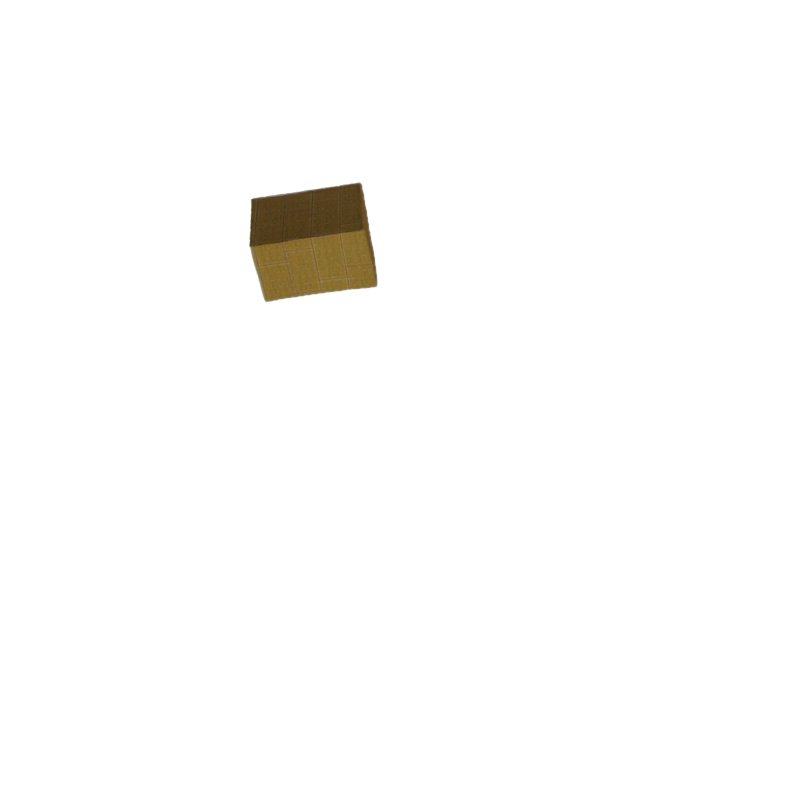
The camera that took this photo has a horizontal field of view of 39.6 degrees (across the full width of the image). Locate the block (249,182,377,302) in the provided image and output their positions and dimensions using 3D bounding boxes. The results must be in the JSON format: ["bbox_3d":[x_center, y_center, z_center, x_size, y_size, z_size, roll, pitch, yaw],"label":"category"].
[{"bbox_3d":[-0.058,-0.105,0.738,0.078,0.055,0.049,-7,-45,5],"label":"block"}]
